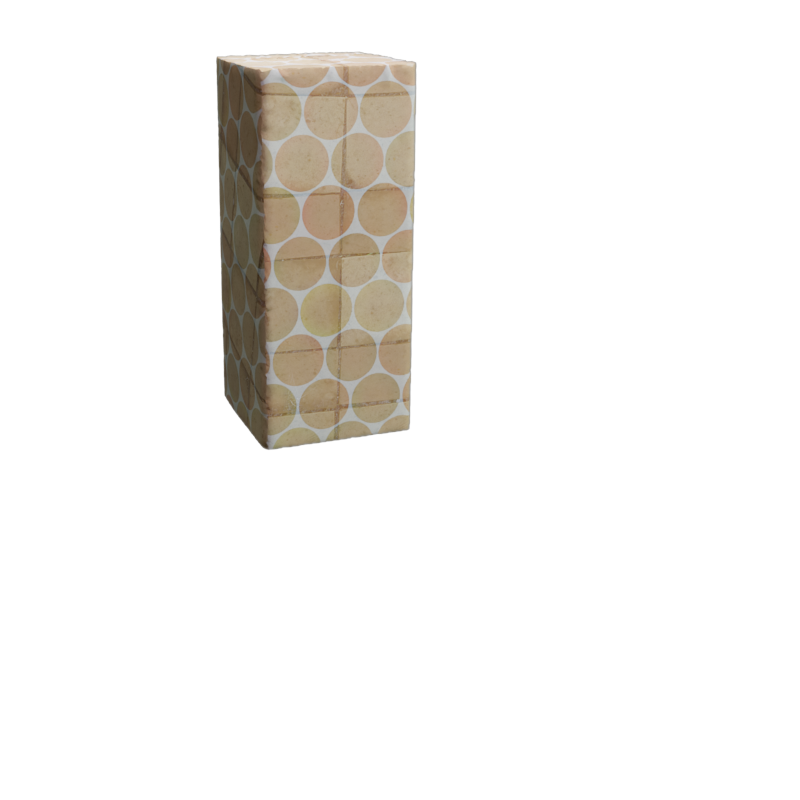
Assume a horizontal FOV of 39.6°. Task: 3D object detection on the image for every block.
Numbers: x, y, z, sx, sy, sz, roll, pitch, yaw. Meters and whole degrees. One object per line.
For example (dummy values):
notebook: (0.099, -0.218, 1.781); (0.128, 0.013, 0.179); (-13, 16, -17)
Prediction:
block: (-0.049, -0.090, 0.628); (0.089, 0.199, 0.095); (-5, 17, -21)
